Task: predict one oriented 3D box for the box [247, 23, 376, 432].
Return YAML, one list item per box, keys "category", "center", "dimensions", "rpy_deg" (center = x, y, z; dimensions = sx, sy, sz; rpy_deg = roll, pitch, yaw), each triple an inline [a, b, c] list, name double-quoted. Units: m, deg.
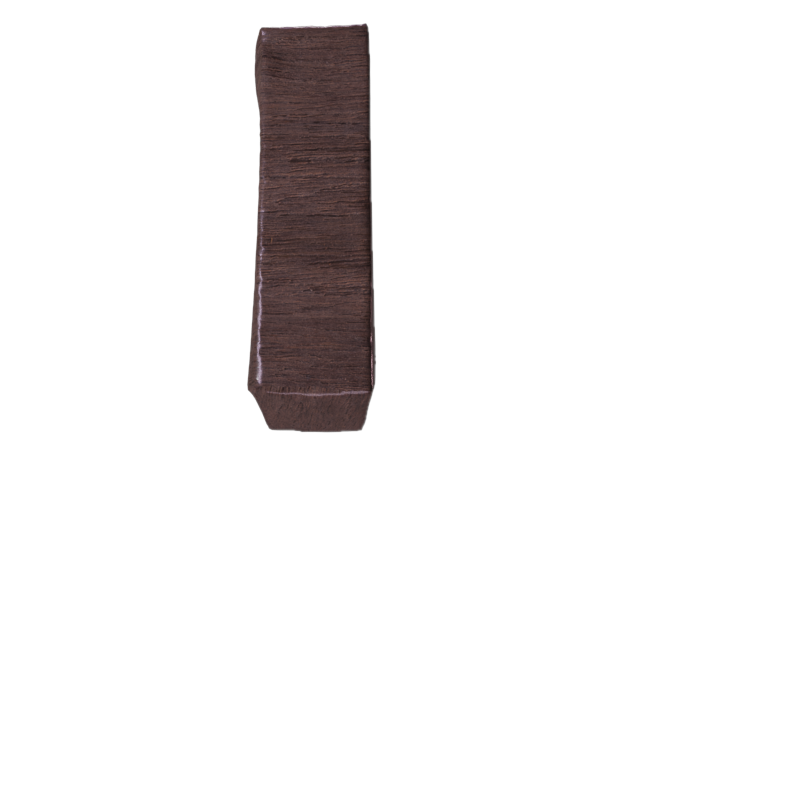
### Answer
- category: "box"
  center: [-0.053, -0.096, 0.676]
  dimensions: [0.072, 0.222, 0.159]
  rpy_deg: [0, -13, -3]
